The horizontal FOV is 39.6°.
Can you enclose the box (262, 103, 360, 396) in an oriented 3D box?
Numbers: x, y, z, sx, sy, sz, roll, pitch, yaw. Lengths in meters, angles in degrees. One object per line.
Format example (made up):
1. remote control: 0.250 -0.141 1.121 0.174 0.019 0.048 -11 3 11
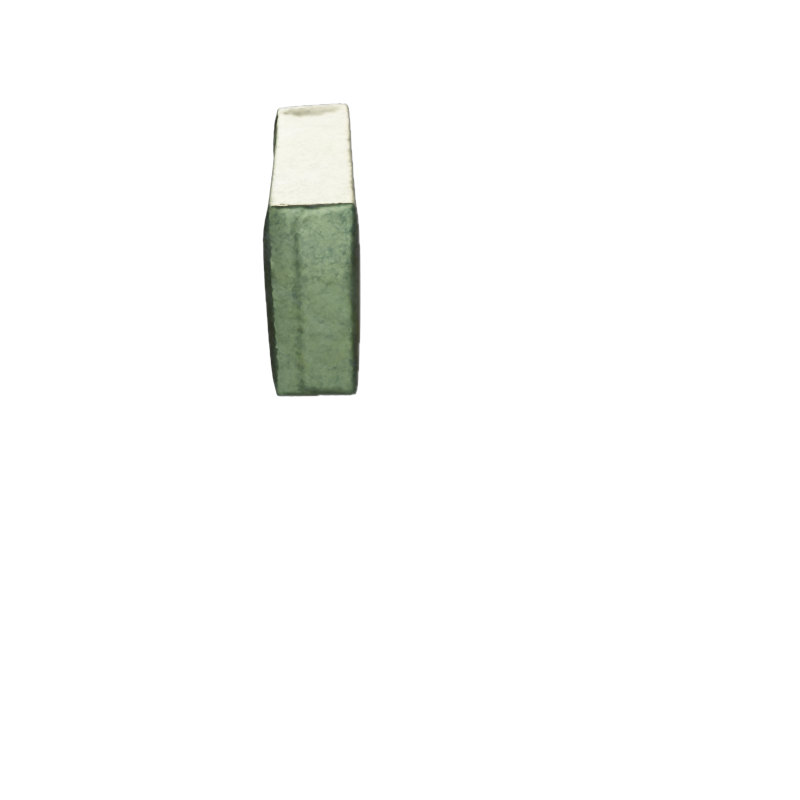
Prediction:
1. box: -0.071 -0.129 0.906 0.072 0.154 0.227 -2 31 -3
